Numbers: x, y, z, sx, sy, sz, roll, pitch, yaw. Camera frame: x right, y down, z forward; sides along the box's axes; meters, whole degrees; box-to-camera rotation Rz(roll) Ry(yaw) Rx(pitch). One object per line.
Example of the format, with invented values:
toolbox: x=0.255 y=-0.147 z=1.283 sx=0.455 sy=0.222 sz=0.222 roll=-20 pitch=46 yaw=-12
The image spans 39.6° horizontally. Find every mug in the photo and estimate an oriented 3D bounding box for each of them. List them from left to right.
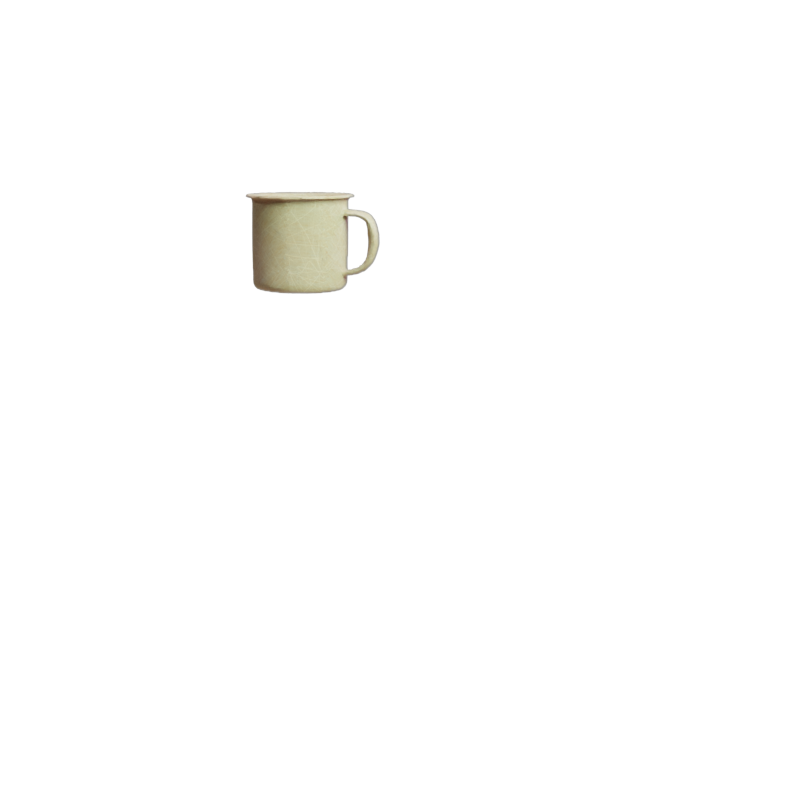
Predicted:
mug: x=-0.074 y=-0.135 z=0.945 sx=0.120 sy=0.080 sz=0.093 roll=3 pitch=10 yaw=17
